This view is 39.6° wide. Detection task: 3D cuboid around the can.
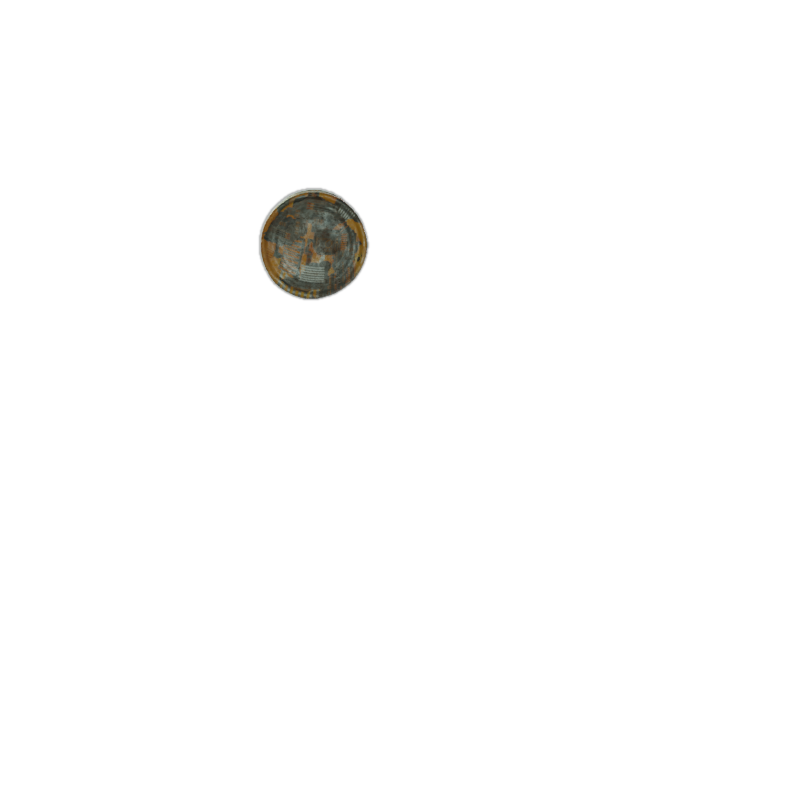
[{"bbox_3d":[-0.057,-0.104,0.726,0.068,0.068,0.104,0,9,-3],"label":"can"}]
